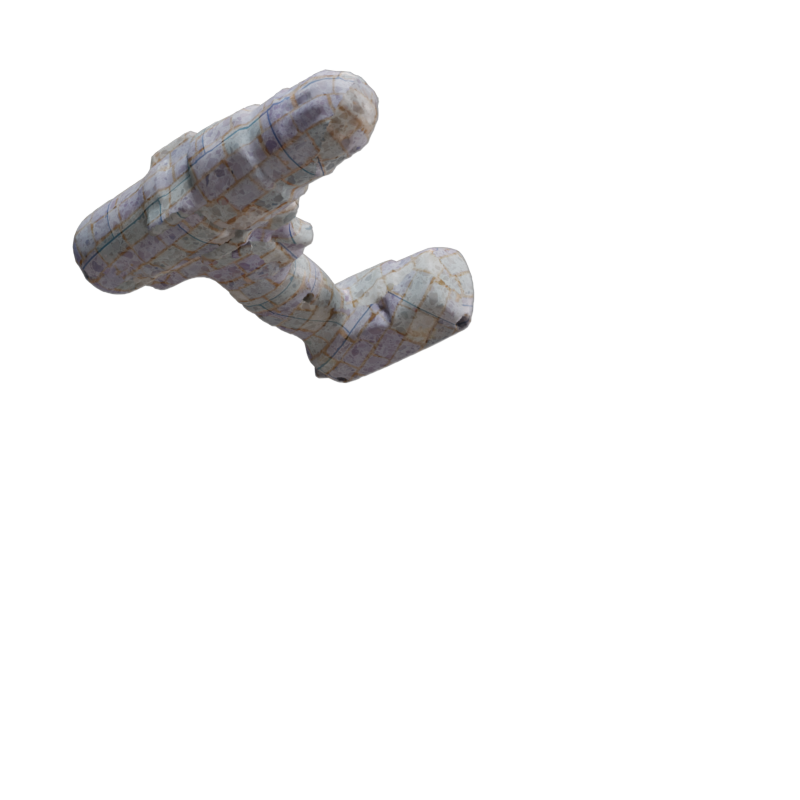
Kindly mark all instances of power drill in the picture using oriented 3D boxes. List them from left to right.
[{"bbox_3d":[-0.045,-0.081,0.570,0.185,0.061,0.175,-22,-36,34],"label":"power drill"}]
